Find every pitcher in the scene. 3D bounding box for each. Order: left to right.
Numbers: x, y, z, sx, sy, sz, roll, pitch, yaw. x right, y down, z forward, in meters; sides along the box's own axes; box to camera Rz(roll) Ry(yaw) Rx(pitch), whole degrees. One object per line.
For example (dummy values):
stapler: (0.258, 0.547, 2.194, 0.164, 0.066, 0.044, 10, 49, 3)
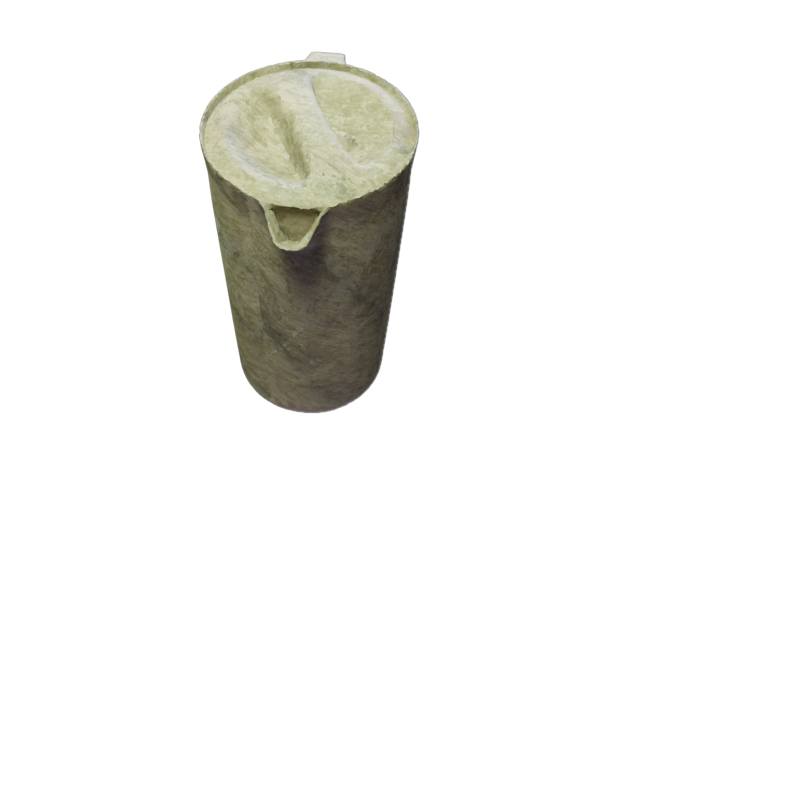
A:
pitcher: (-0.060, -0.109, 0.762, 0.150, 0.155, 0.227, -33, -30, -25)
